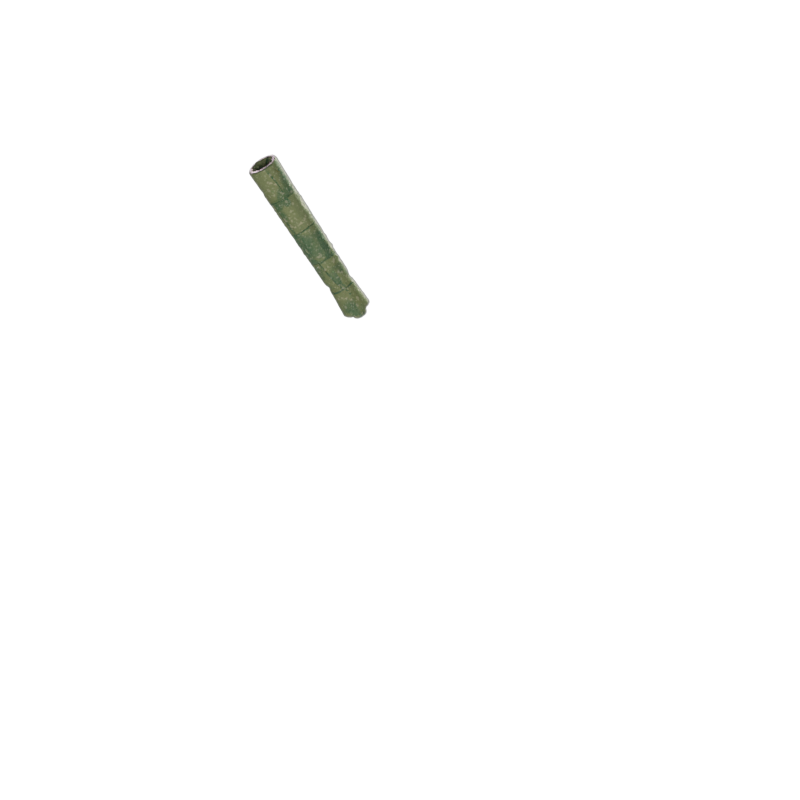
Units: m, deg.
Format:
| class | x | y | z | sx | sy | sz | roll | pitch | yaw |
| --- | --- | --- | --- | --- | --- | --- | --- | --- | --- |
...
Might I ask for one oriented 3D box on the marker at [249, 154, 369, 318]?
| class | x | y | z | sx | sy | sz | roll | pitch | yaw |
| --- | --- | --- | --- | --- | --- | --- | --- | --- | --- |
| marker | -0.053 | -0.096 | 0.675 | 0.020 | 0.113 | 0.021 | -26 | 28 | 14 |
